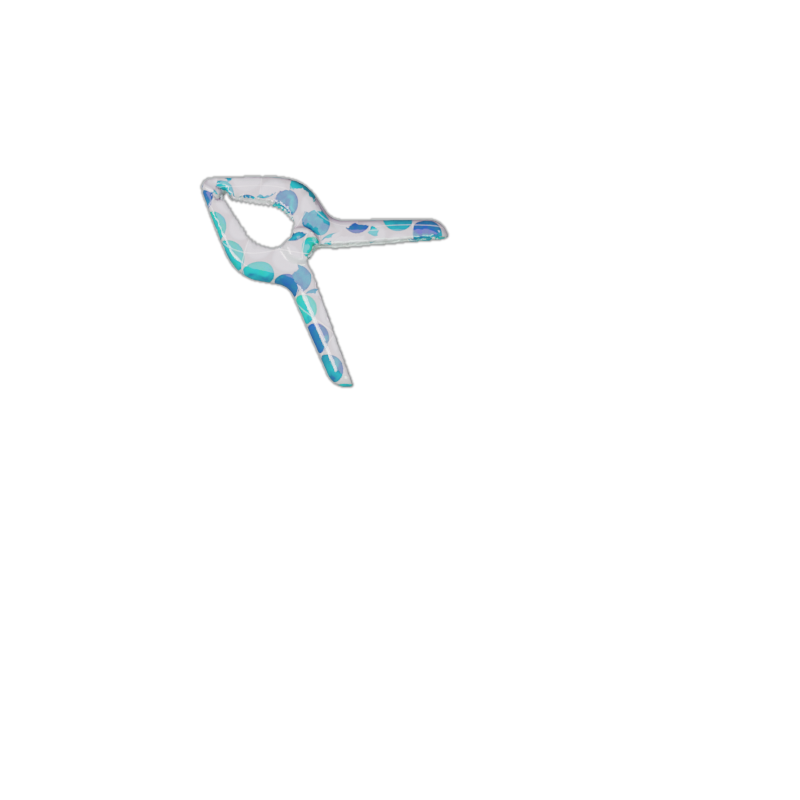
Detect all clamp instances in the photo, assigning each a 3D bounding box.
[{"bbox_3d":[-0.075,-0.137,0.957,0.214,0.166,0.035,39,-9,7],"label":"clamp"}]
